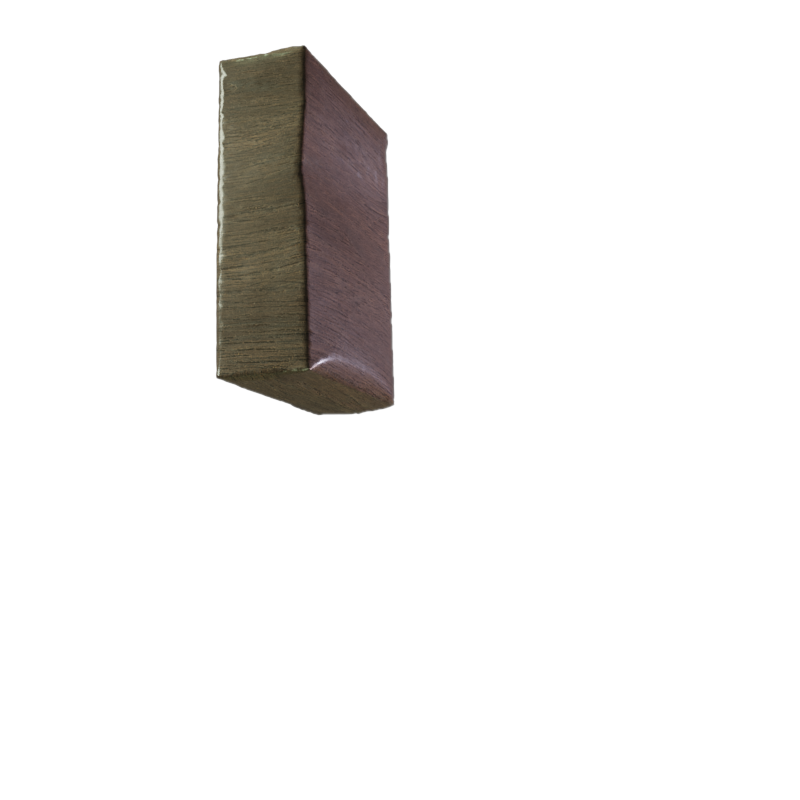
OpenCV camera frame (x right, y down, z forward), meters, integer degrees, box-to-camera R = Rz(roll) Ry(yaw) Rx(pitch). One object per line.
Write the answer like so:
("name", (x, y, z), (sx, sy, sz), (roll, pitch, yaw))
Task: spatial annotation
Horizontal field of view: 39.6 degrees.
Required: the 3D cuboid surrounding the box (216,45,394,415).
("box", (-0.059, -0.108, 0.753), (0.073, 0.222, 0.155), (-7, -16, 19))
